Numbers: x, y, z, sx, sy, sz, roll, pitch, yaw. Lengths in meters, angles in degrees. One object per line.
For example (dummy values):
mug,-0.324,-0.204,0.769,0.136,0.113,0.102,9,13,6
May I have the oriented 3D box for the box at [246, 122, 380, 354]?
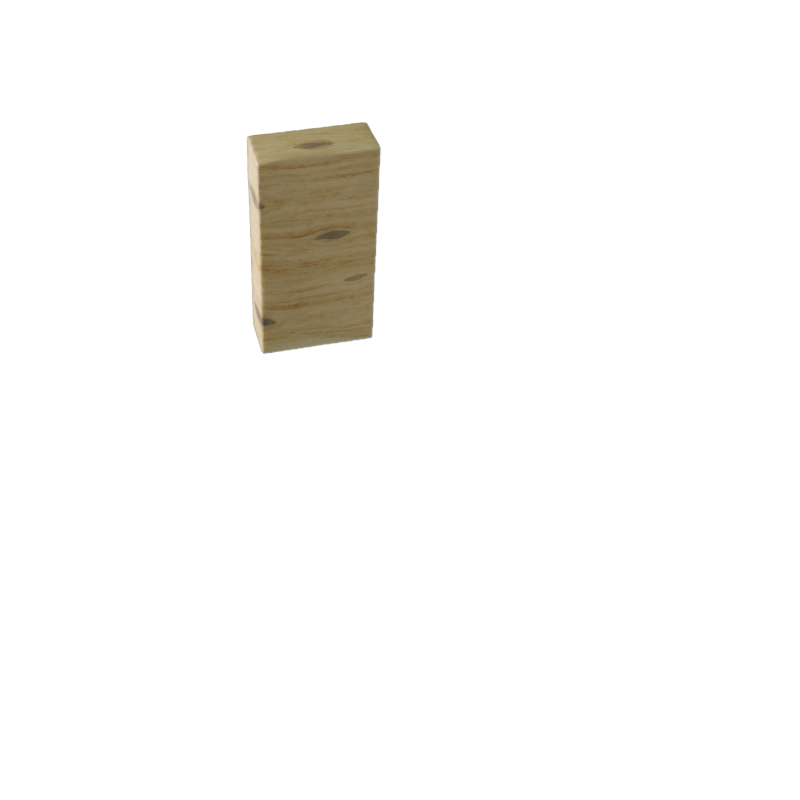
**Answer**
box,-0.066,-0.119,0.838,0.092,0.164,0.052,-8,42,-13
